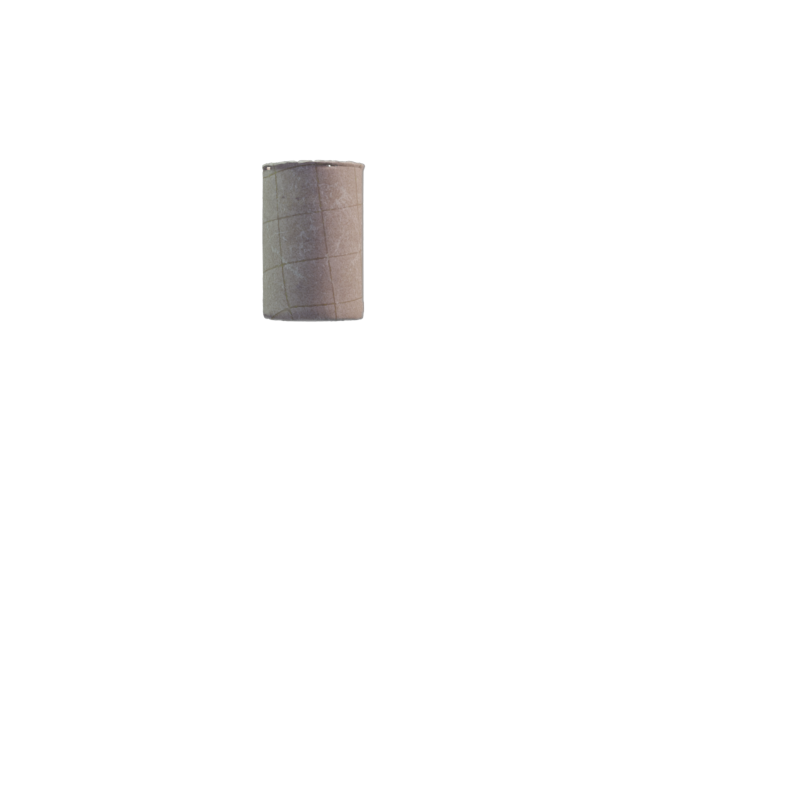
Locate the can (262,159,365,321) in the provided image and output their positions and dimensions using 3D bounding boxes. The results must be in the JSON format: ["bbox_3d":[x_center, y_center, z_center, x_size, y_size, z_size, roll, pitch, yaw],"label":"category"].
[{"bbox_3d":[-0.057,-0.104,0.729,0.068,0.102,0.069,0,1,-2],"label":"can"}]
